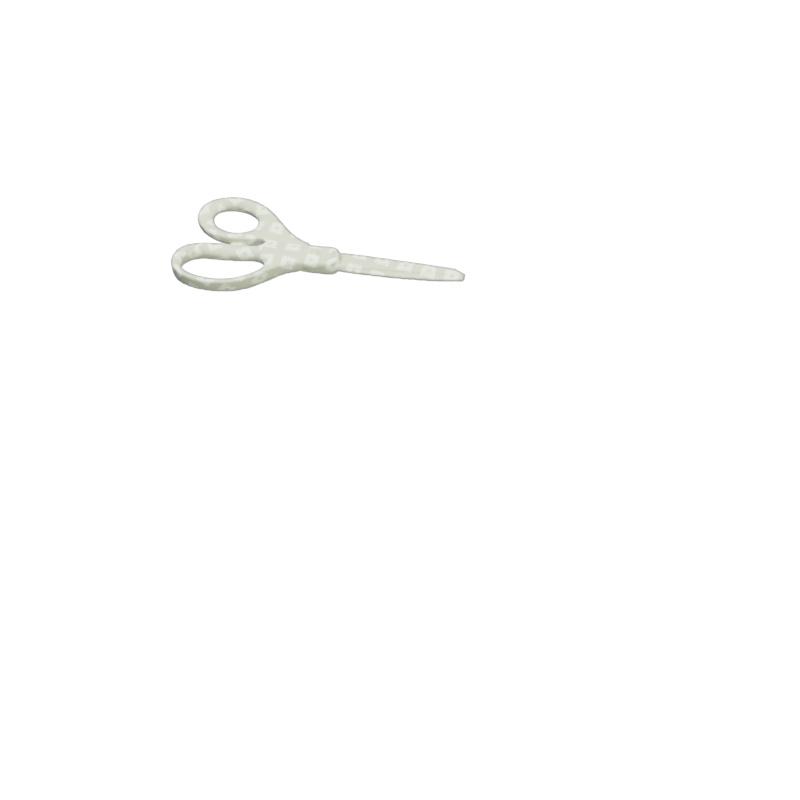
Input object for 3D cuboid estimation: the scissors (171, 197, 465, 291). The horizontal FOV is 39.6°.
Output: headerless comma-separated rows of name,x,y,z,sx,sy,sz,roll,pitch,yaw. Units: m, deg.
scissors,-0.062,-0.113,0.791,0.201,0.104,0.015,-5,-41,-4
